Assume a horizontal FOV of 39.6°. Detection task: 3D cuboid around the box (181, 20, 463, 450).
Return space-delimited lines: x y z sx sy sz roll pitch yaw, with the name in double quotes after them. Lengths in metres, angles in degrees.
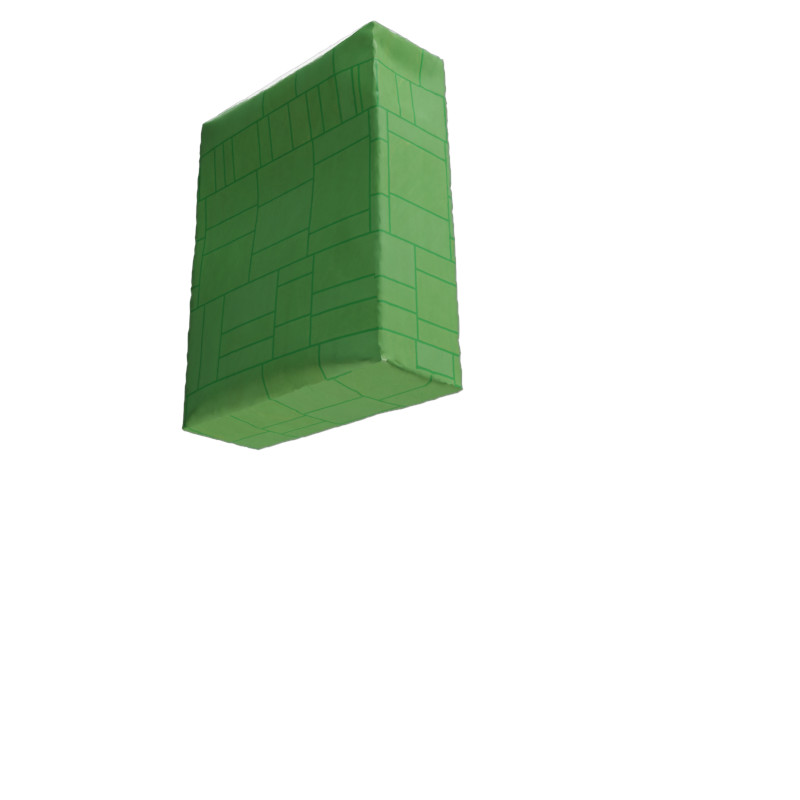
-0.052 -0.094 0.658 0.166 0.225 0.067 -20 -30 39 "box"
